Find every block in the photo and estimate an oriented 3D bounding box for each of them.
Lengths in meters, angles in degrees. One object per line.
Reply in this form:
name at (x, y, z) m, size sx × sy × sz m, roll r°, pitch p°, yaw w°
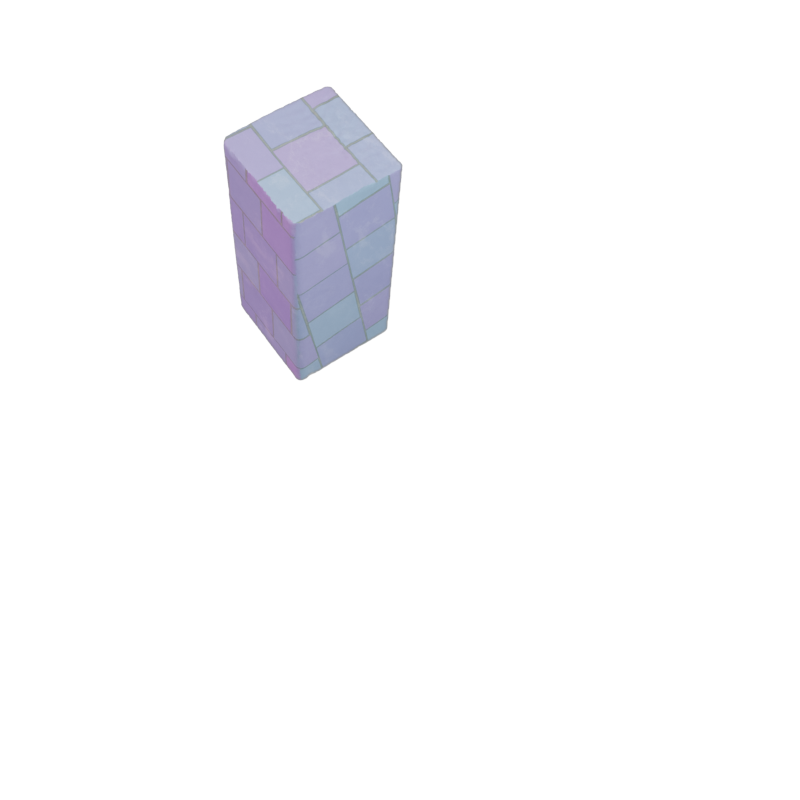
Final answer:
block at (-0.064, -0.116, 0.814) m, size 0.090 × 0.096 × 0.193 m, roll -30°, pitch -24°, yaw -19°
